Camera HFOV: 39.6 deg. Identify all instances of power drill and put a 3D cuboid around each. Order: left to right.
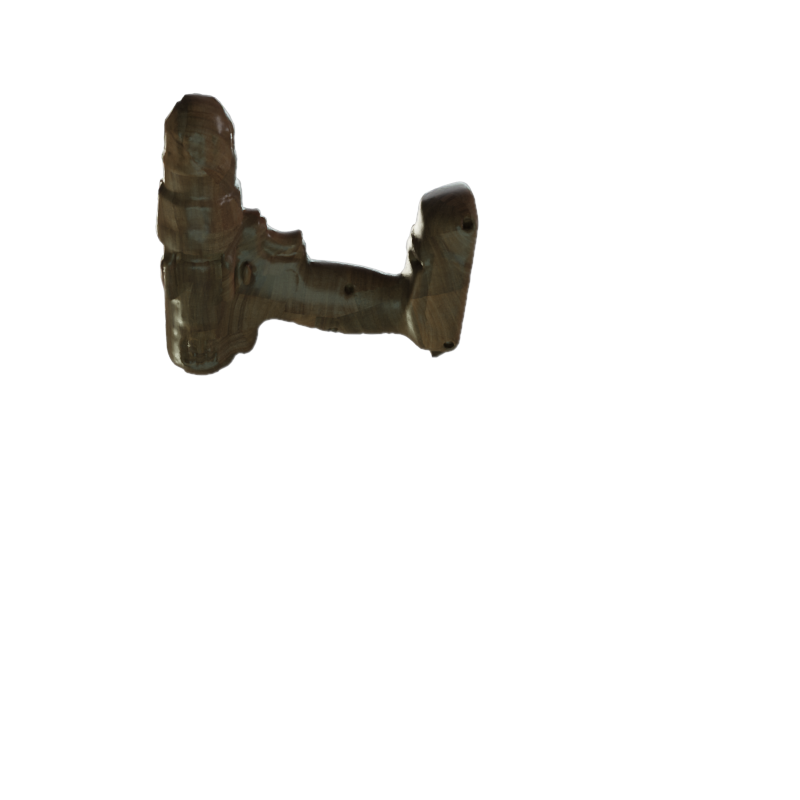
[{"bbox_3d":[-0.052,-0.095,0.665,0.187,0.173,0.061,3,36,-3],"label":"power drill"}]
